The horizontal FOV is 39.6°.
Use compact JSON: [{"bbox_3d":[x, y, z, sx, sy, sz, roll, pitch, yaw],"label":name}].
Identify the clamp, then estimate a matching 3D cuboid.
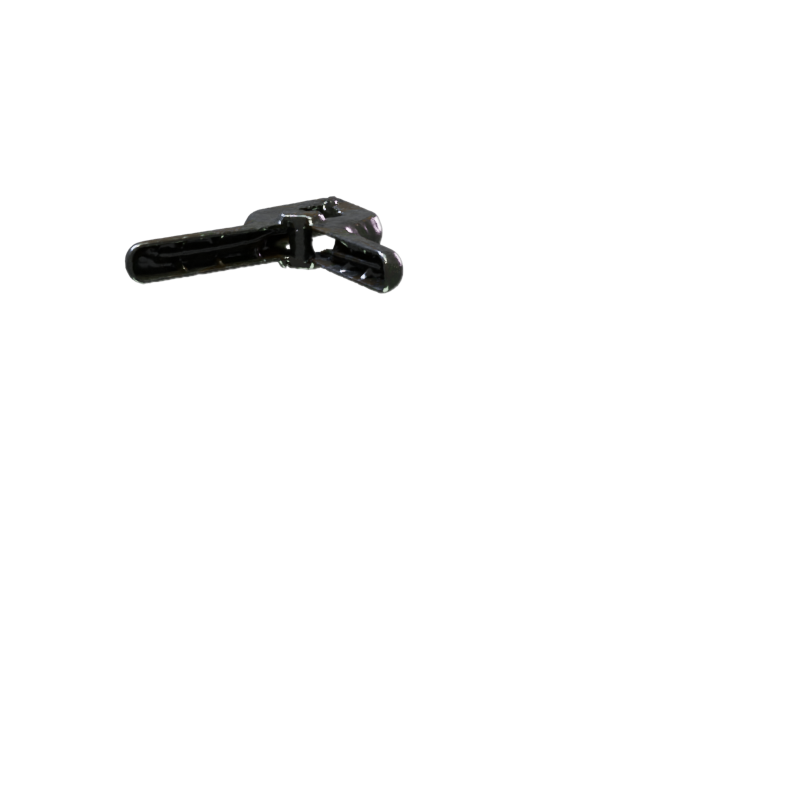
[{"bbox_3d":[-0.056,-0.102,0.713,0.169,0.035,0.211,6,19,18],"label":"clamp"}]
